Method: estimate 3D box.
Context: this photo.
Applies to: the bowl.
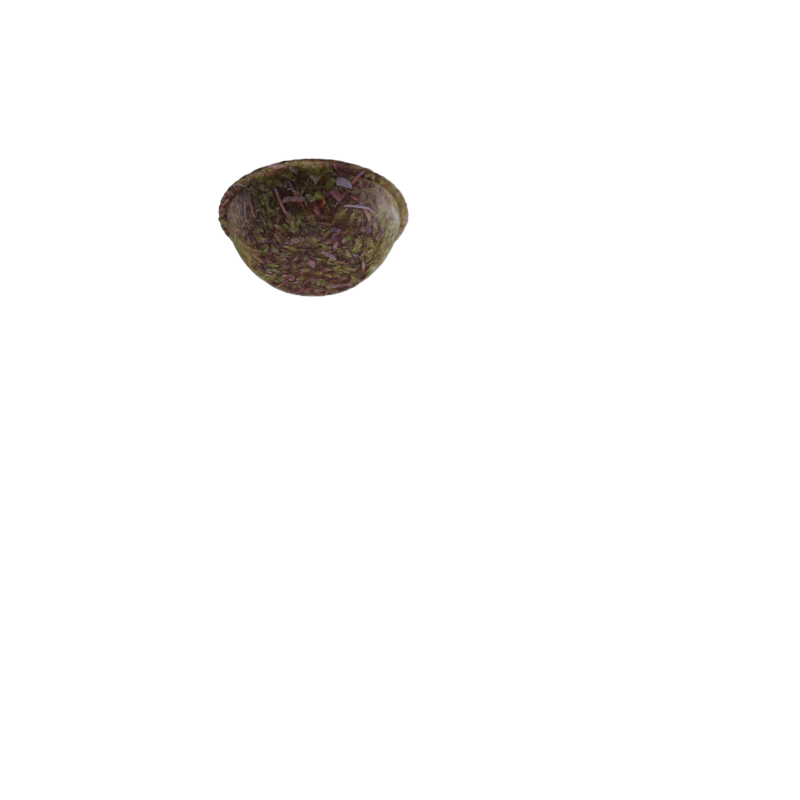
[{"bbox_3d":[-0.073,-0.133,0.929,0.162,0.059,0.152,1,-28,-2],"label":"bowl"}]
